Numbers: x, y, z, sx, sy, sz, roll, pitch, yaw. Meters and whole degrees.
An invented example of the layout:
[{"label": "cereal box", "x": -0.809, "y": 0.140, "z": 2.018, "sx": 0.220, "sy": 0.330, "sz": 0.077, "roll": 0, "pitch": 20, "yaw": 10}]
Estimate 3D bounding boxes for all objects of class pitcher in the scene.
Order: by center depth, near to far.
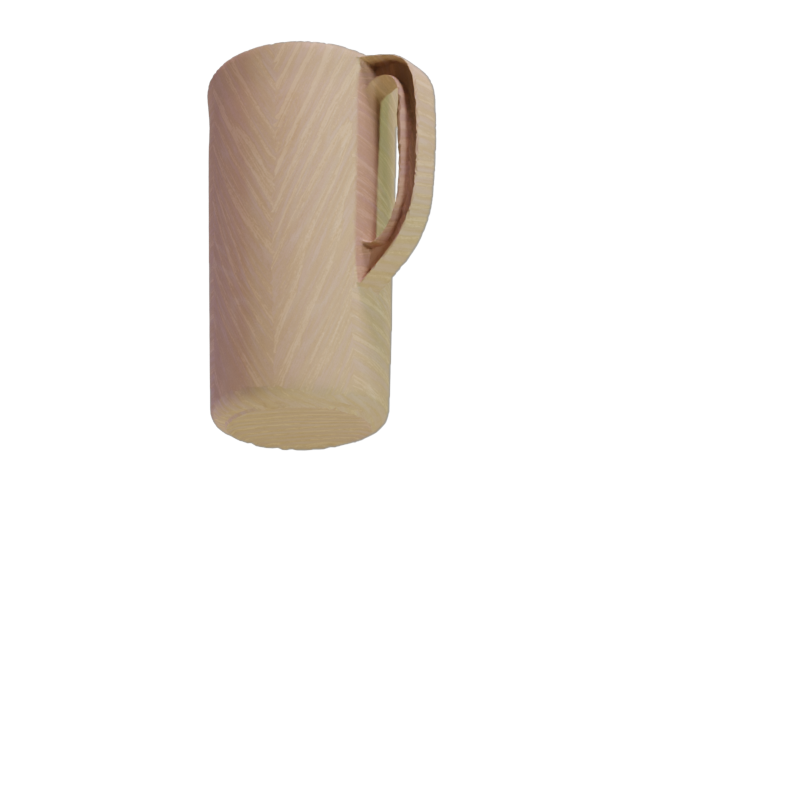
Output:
[{"label": "pitcher", "x": -0.055, "y": -0.101, "z": 0.707, "sx": 0.144, "sy": 0.257, "sz": 0.142, "roll": 1, "pitch": -24, "yaw": -5}]
